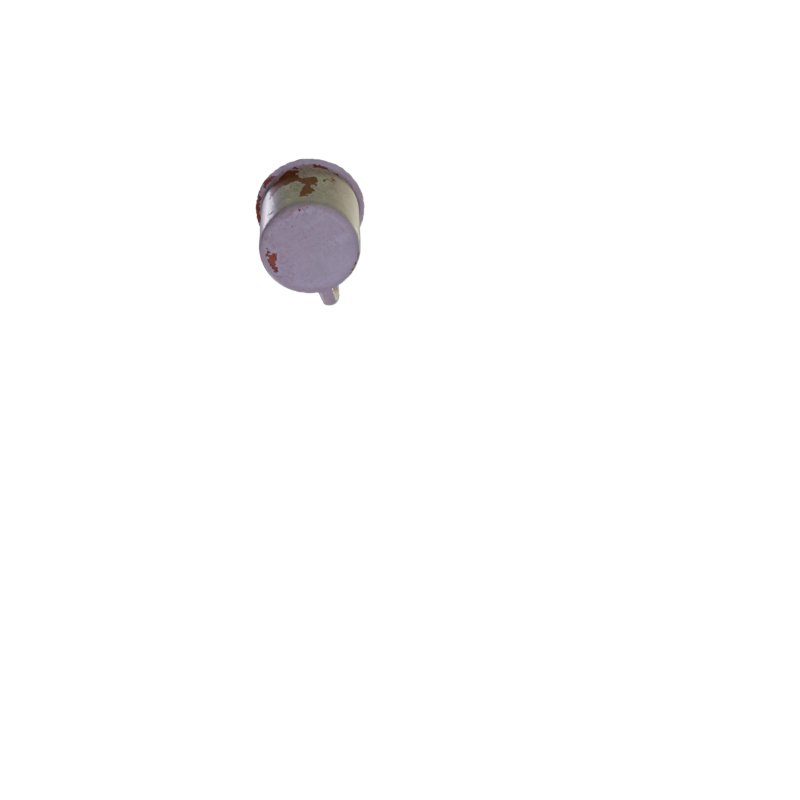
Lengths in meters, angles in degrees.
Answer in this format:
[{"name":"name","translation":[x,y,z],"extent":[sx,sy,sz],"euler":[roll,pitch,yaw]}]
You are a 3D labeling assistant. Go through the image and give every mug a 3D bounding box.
[{"name":"mug","translation":[-0.072,-0.131,0.917],"extent":[0.093,0.110,0.087],"euler":[-11,30,5]}]
